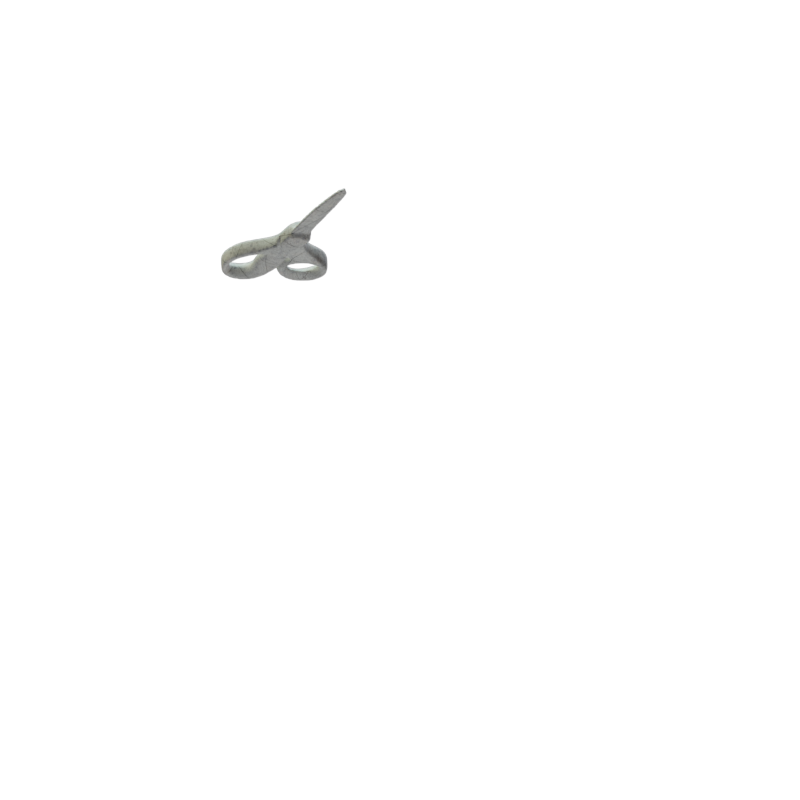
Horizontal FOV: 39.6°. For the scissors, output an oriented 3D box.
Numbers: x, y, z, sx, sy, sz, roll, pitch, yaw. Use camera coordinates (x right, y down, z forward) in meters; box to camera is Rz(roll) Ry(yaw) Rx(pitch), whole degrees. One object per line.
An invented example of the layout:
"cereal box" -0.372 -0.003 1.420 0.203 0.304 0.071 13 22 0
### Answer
"scissors" -0.068 -0.124 0.868 0.092 0.016 0.204 9 -14 -37
